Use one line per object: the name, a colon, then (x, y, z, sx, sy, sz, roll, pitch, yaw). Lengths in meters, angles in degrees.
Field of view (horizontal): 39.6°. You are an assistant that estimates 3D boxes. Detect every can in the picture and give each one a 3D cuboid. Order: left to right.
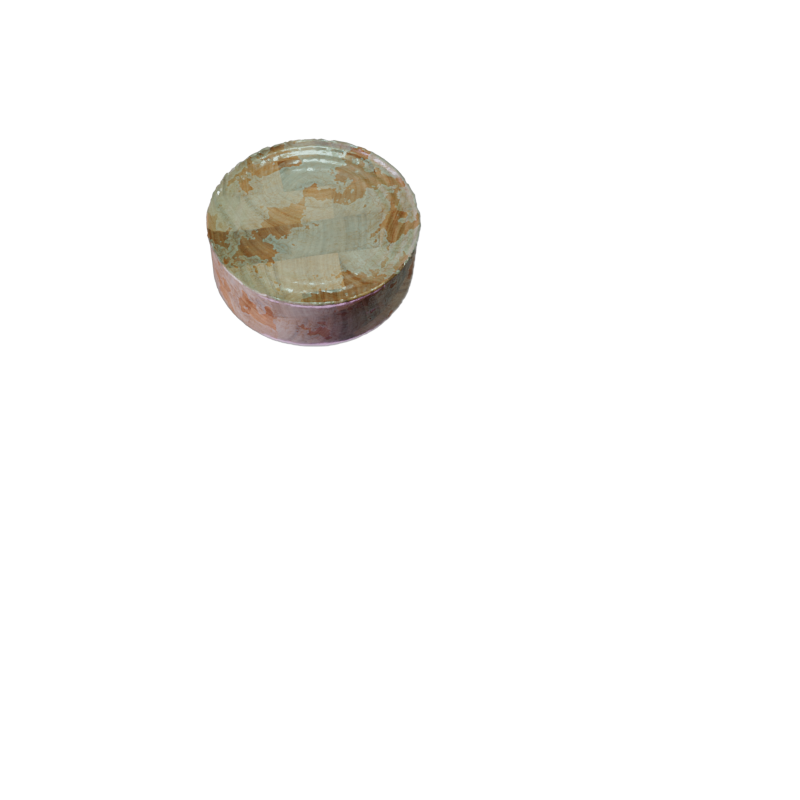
can: (-0.036, -0.065, 0.455, 0.086, 0.092, 0.031, -1, -35, -1)
